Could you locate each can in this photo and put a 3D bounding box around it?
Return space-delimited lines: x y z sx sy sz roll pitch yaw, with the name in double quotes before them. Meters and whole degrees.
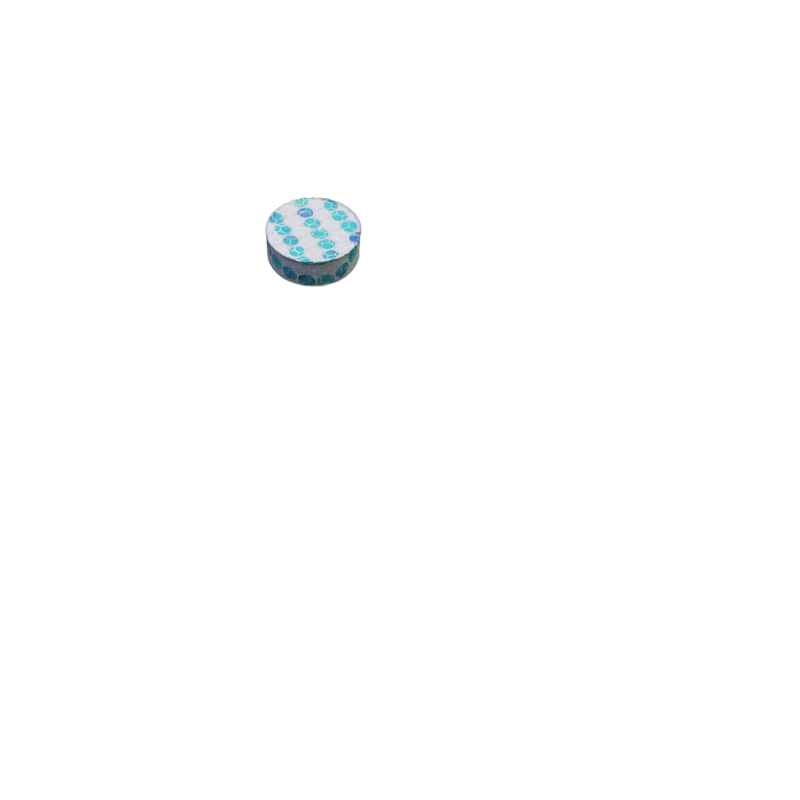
"can" -0.078 -0.142 0.997 0.086 0.092 0.031 -1 -43 -1
